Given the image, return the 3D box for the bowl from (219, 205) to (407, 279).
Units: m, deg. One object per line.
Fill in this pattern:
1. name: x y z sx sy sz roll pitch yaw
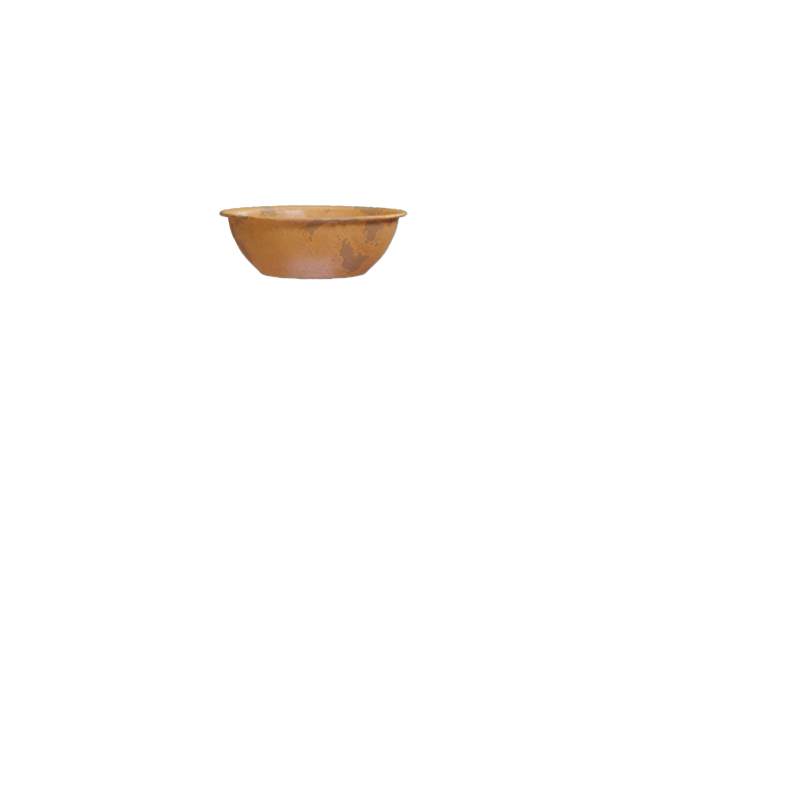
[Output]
1. bowl: -0.075 -0.136 0.954 0.162 0.054 0.166 0 12 -2
